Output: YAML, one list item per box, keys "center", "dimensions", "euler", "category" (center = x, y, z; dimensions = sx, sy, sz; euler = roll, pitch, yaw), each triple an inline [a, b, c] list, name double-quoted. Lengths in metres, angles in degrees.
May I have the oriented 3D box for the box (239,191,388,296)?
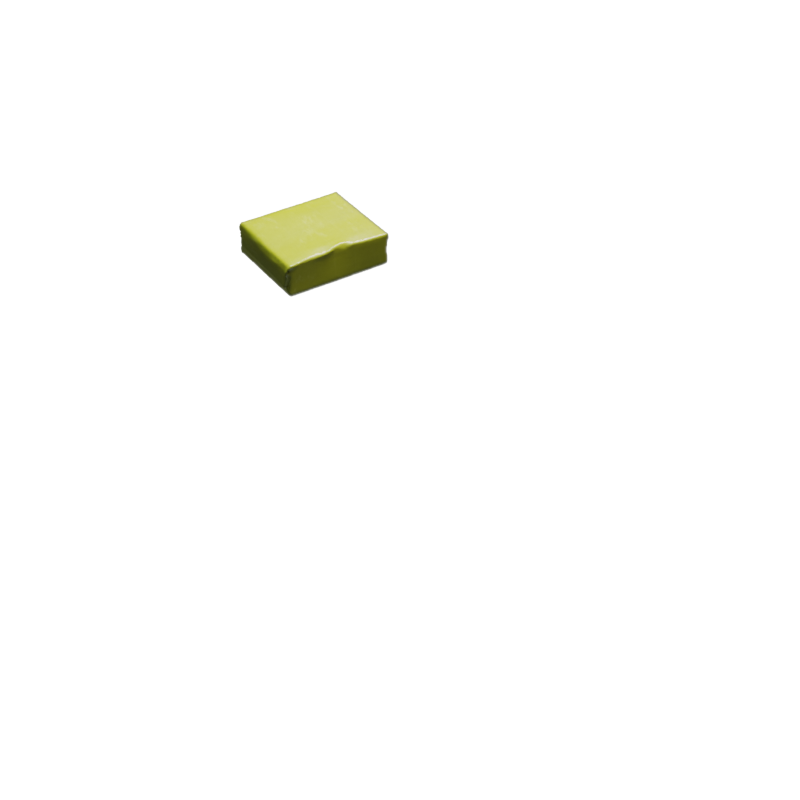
- center: [-0.065, -0.119, 0.831]
  dimensions: [0.088, 0.028, 0.079]
  euler: [-22, 43, -26]
  category: "box"
